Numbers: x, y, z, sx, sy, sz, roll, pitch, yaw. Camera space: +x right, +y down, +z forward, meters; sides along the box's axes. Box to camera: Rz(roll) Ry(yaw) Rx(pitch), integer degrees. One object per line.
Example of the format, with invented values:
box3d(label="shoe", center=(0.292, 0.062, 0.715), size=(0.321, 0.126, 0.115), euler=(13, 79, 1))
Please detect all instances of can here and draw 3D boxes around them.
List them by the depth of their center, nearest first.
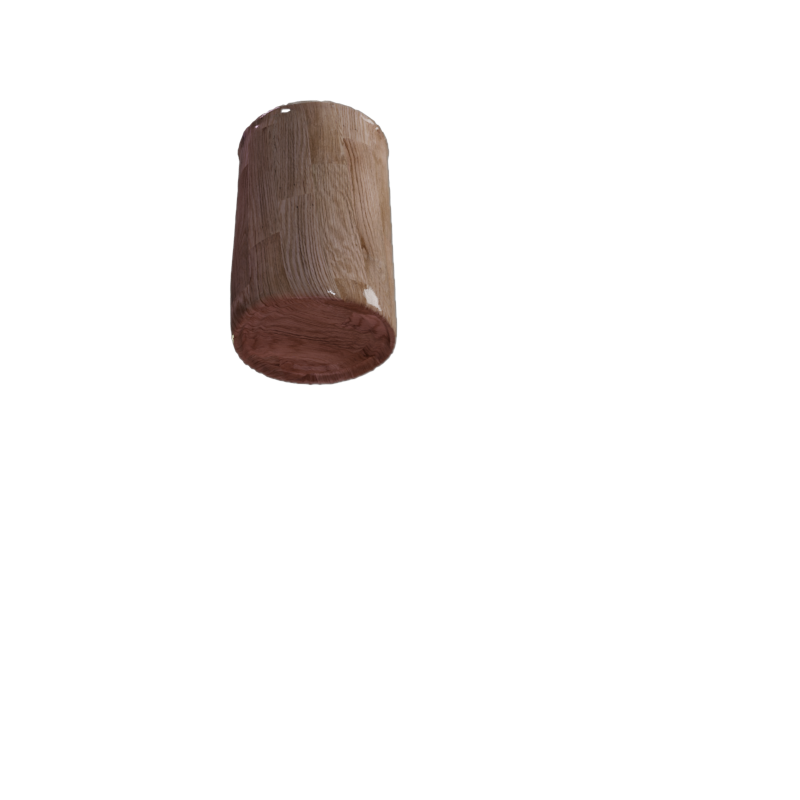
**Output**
box3d(label="can", center=(-0.037, -0.067, 0.468), size=(0.068, 0.109, 0.064), euler=(-1, -35, -2))
